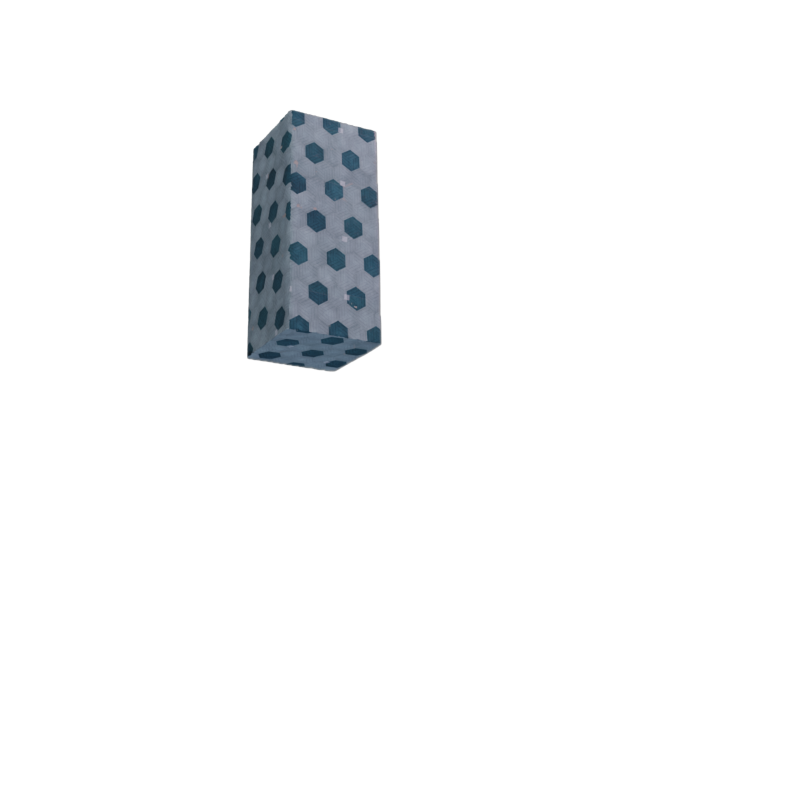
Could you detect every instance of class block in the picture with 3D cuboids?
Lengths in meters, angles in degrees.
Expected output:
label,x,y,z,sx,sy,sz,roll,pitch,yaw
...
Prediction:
label,x,y,z,sx,sy,sz,roll,pitch,yaw
block,-0.078,-0.141,0.989,0.087,0.217,0.089,10,-25,-27
